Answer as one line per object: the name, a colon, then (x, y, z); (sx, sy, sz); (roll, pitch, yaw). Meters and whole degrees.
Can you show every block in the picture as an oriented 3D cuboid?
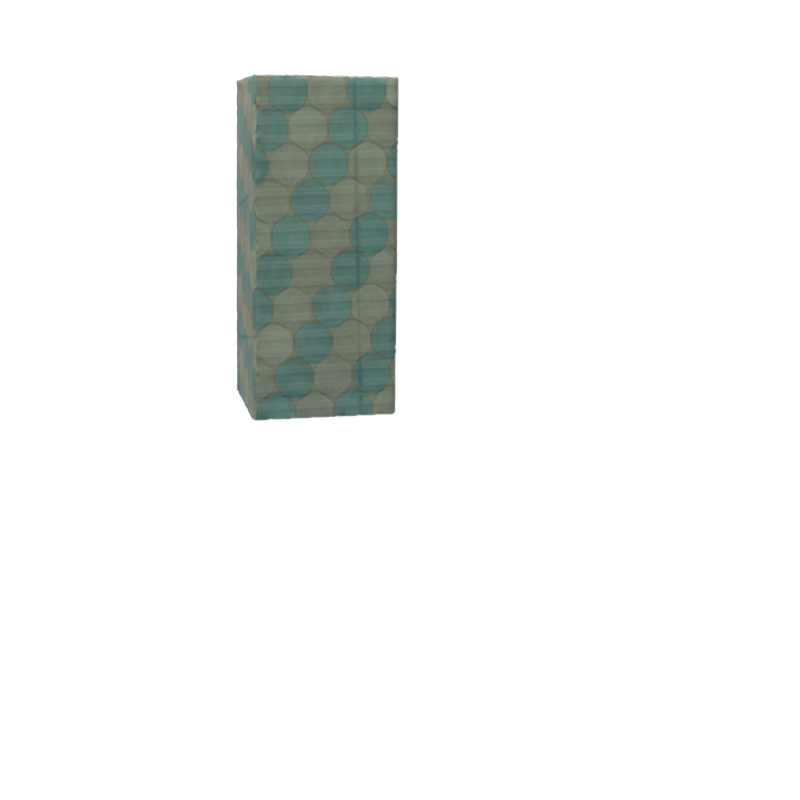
block: (-0.055, -0.101, 0.706); (0.089, 0.203, 0.093); (-1, 7, -13)
